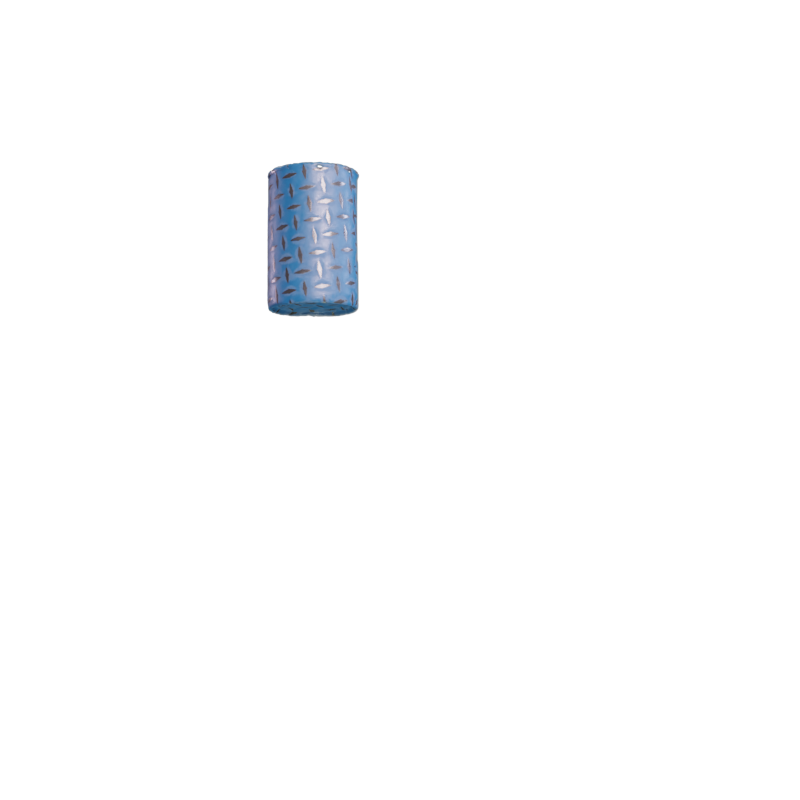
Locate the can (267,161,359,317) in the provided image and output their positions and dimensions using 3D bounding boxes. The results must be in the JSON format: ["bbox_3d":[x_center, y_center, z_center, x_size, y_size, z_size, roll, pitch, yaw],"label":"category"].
[{"bbox_3d":[-0.064,-0.116,0.812,0.068,0.105,0.067,0,-11,-2],"label":"can"}]
